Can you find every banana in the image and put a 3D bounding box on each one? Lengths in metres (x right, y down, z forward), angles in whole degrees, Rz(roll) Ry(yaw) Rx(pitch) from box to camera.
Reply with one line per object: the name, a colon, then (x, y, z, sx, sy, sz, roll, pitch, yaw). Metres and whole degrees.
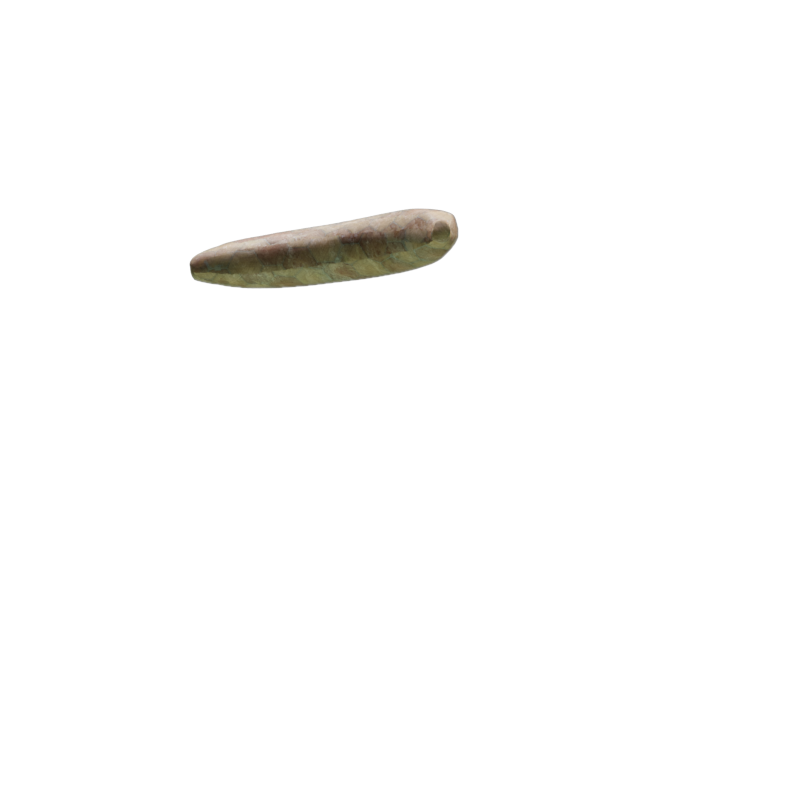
banana: (-0.039, -0.095, 0.686, 0.203, 0.038, 0.066, -5, -10, 36)
